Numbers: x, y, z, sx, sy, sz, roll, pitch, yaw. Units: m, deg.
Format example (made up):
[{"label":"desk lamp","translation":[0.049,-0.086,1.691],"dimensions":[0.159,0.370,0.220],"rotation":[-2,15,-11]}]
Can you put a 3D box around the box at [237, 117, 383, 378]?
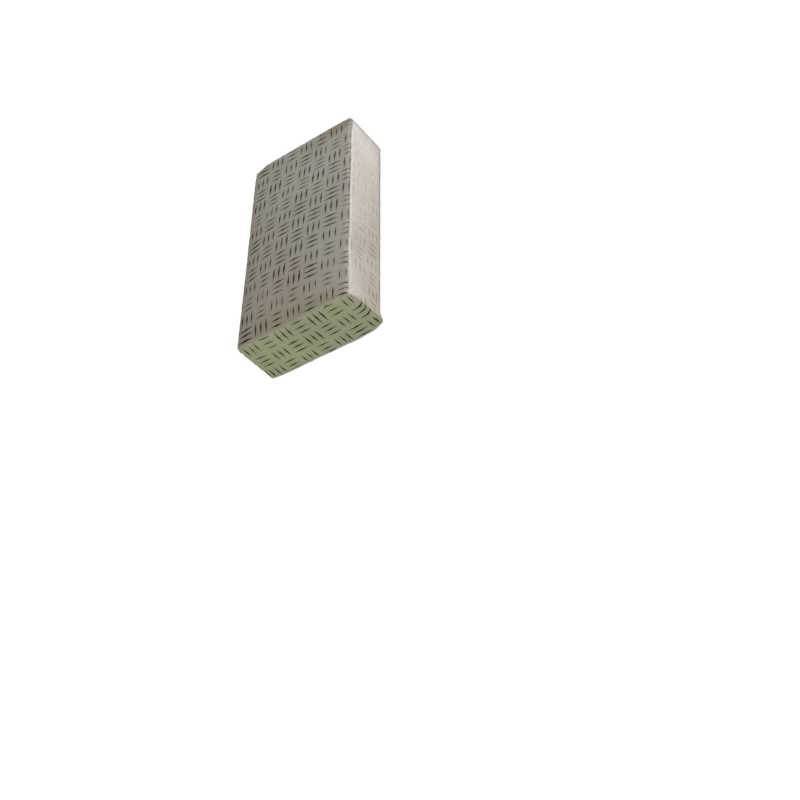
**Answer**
[{"label":"box","translation":[-0.060,-0.110,0.767],"dimensions":[0.093,0.189,0.045],"rotation":[-26,-45,25]}]
